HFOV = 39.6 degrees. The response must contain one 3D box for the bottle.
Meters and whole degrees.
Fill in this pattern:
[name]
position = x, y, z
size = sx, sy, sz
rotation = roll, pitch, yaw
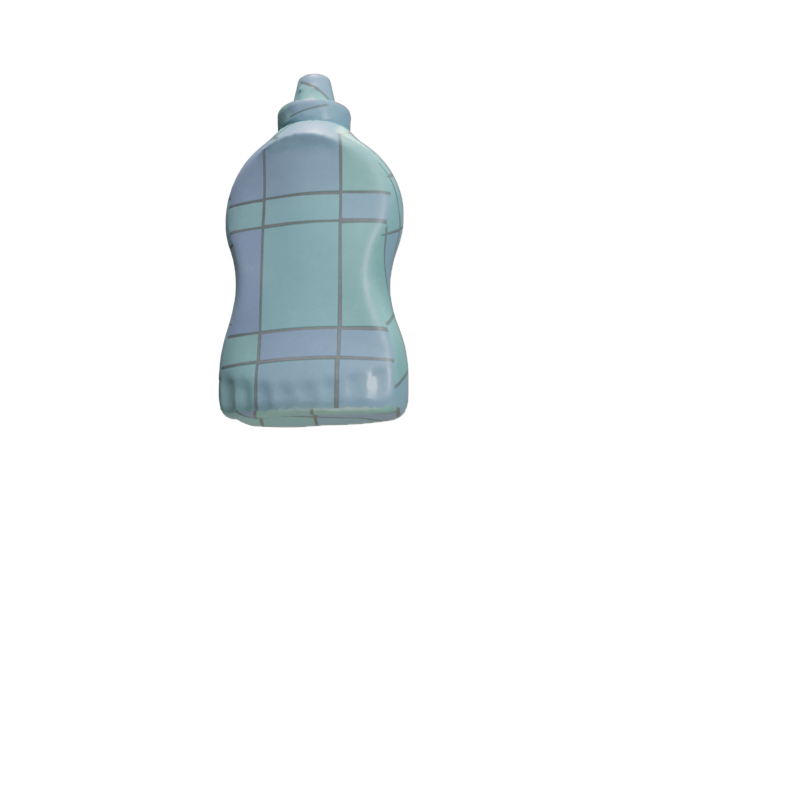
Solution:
[bottle]
position = -0.046, -0.085, 0.594
size = 0.098, 0.199, 0.055
rotation = -6, -17, 18
